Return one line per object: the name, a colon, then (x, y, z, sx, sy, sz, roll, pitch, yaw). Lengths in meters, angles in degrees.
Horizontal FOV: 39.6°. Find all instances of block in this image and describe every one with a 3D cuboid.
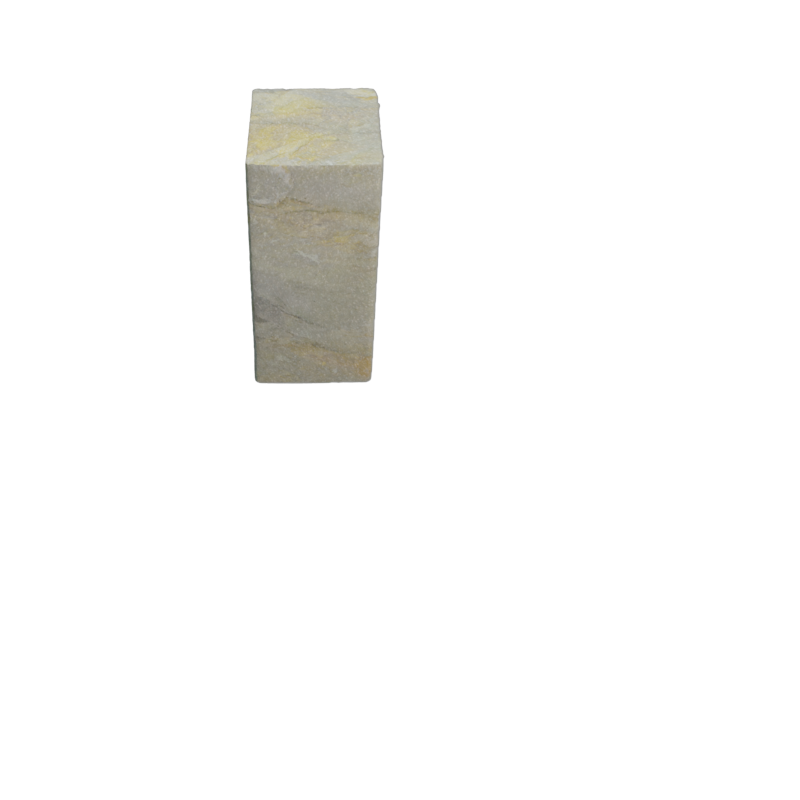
block: (-0.062, -0.114, 0.803, 0.090, 0.192, 0.097, 0, 44, -3)
